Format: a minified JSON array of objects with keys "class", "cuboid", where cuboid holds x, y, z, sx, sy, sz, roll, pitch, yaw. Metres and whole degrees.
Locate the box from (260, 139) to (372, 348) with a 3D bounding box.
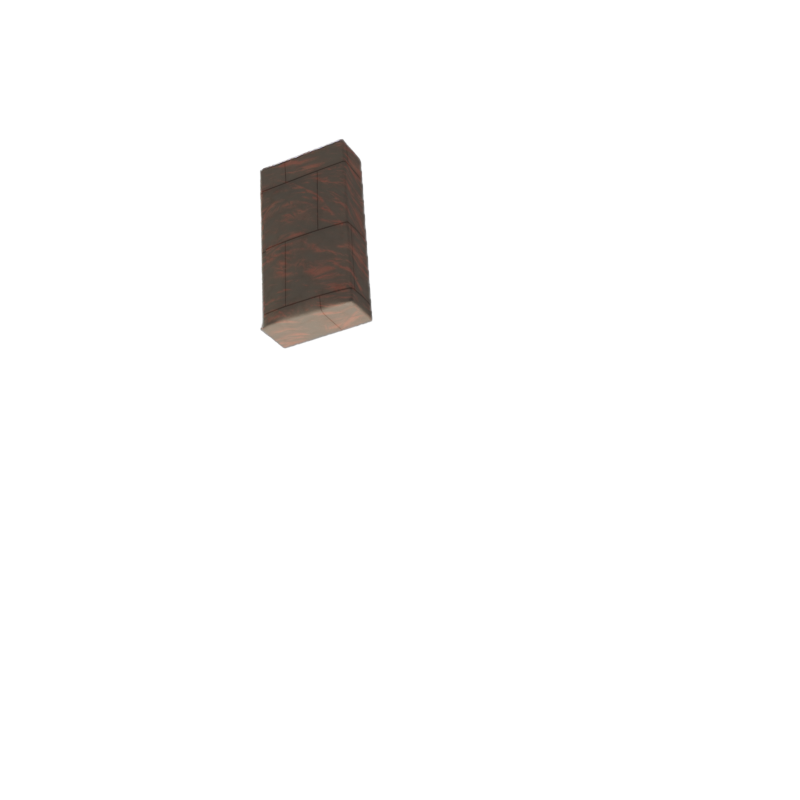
[{"class":"box","cuboid":[-0.078,-0.142,0.996,0.094,0.188,0.044,-17,-35,22]}]
